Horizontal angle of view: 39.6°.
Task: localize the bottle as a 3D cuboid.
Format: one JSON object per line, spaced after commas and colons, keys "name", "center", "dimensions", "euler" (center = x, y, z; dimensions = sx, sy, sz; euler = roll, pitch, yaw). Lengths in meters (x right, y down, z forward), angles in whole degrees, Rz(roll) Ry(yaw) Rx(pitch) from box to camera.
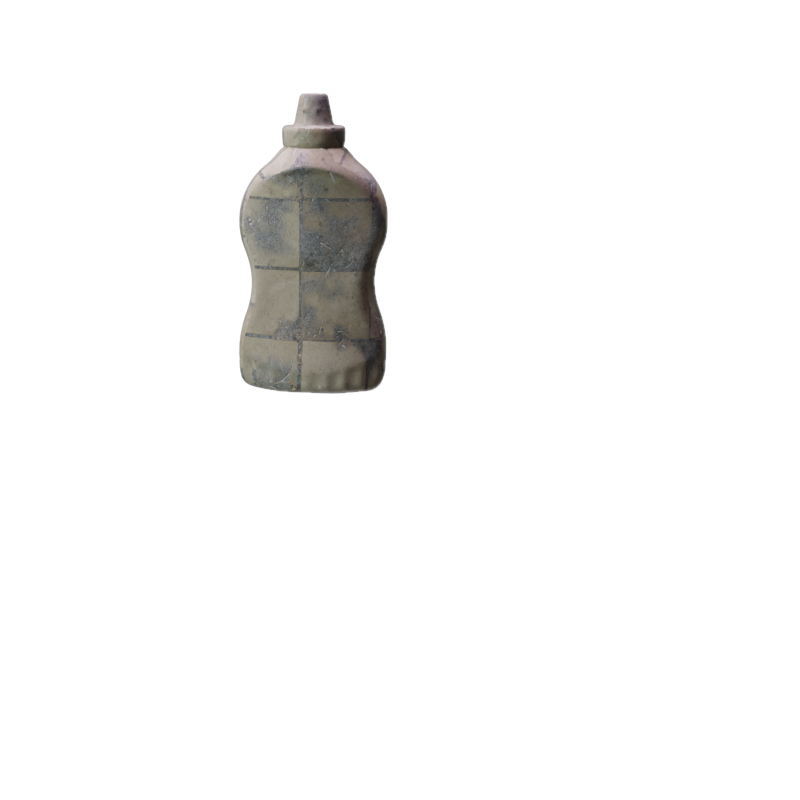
{"name": "bottle", "center": [-0.057, -0.104, 0.725], "dimensions": [0.097, 0.187, 0.059], "euler": [2, 10, 8]}
